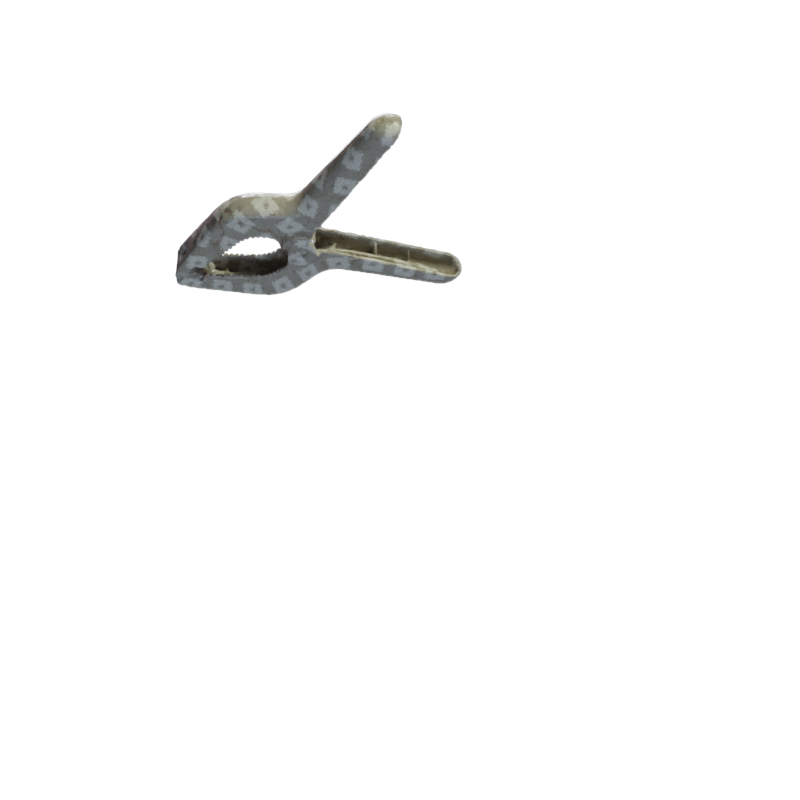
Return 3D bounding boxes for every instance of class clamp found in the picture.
[{"bbox_3d":[-0.064,-0.117,0.822,0.212,0.039,0.152,-18,-44,19],"label":"clamp"}]
